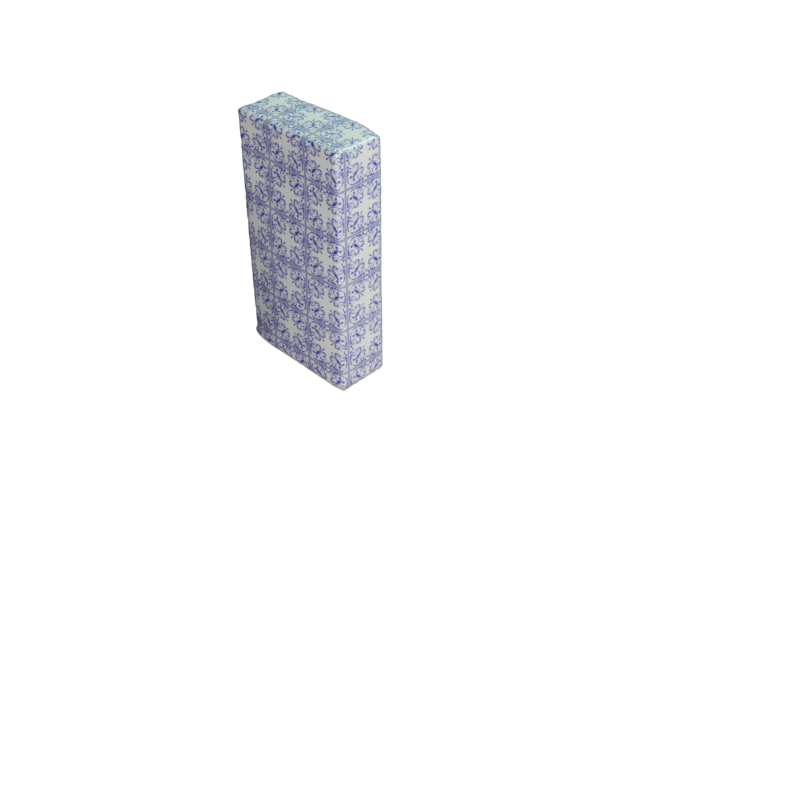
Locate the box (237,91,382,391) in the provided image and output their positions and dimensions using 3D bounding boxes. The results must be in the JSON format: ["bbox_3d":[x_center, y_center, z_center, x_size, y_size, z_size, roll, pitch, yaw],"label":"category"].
[{"bbox_3d":[-0.056,-0.103,0.719,0.048,0.165,0.100,-26,43,-36],"label":"box"}]
